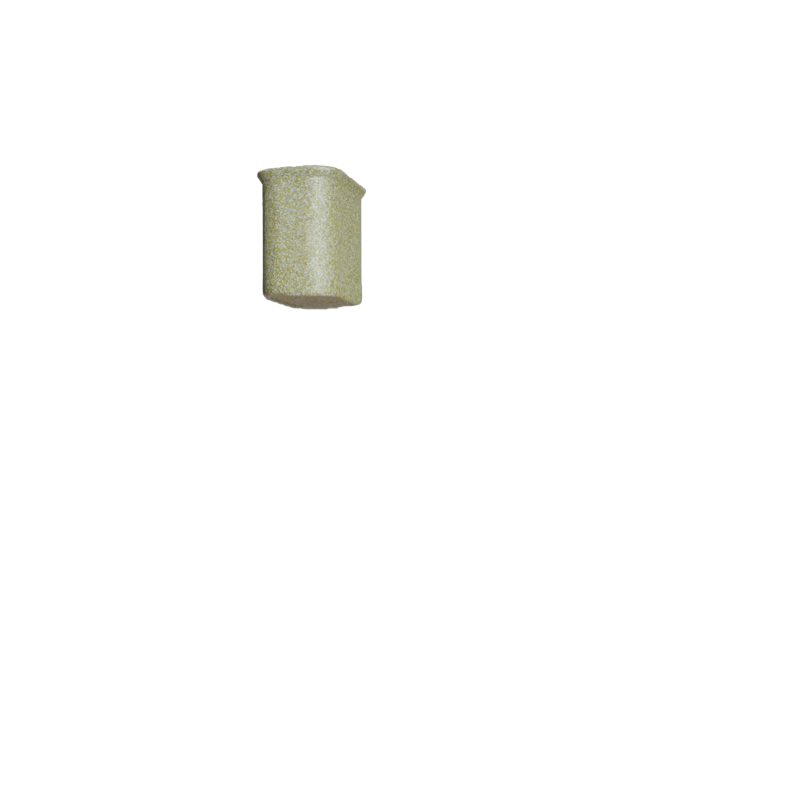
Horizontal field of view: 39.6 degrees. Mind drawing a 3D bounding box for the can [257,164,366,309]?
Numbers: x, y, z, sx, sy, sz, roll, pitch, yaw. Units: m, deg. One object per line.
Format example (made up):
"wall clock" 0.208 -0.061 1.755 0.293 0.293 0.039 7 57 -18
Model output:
"can" -0.059 -0.107 0.751 0.058 0.085 0.099 -2 -4 13
